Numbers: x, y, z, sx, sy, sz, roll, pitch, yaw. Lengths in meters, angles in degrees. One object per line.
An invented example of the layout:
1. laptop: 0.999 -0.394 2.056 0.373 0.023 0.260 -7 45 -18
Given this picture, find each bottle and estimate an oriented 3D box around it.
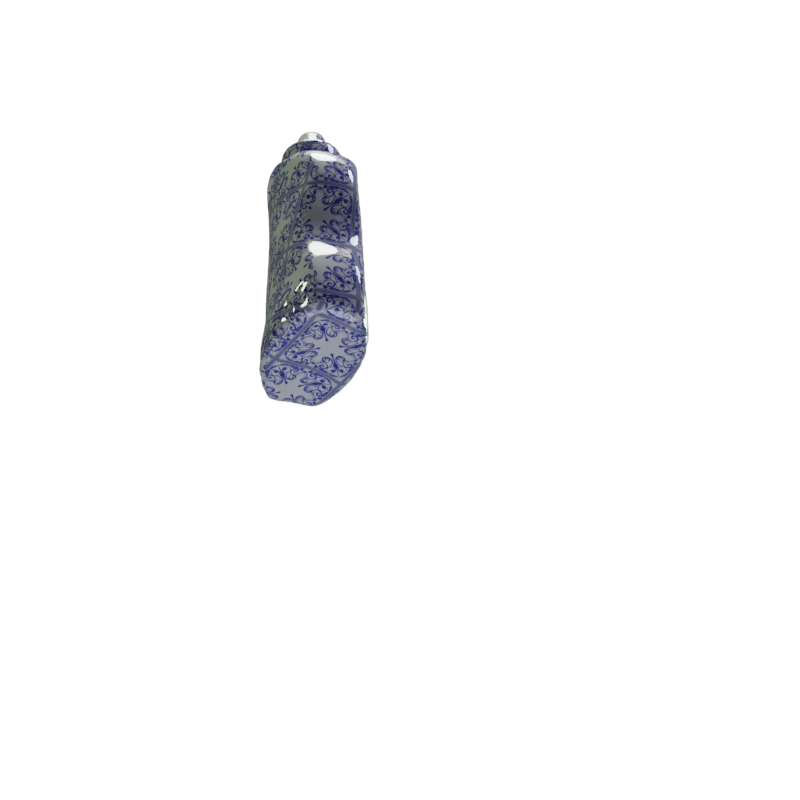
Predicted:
1. bottle: -0.055 -0.099 0.696 0.057 0.206 0.091 9 -41 -15
